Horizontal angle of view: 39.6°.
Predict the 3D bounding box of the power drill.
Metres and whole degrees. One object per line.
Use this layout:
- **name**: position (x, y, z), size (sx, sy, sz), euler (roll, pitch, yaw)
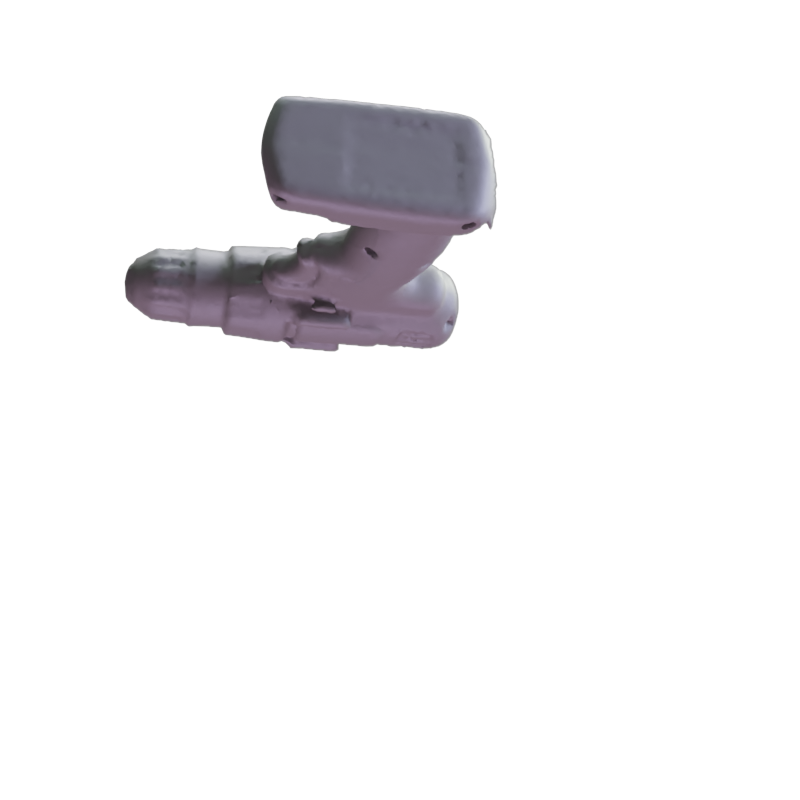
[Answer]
- **power drill**: position (-0.043, -0.079, 0.555), size (0.182, 0.060, 0.182), euler (4, -18, -11)
